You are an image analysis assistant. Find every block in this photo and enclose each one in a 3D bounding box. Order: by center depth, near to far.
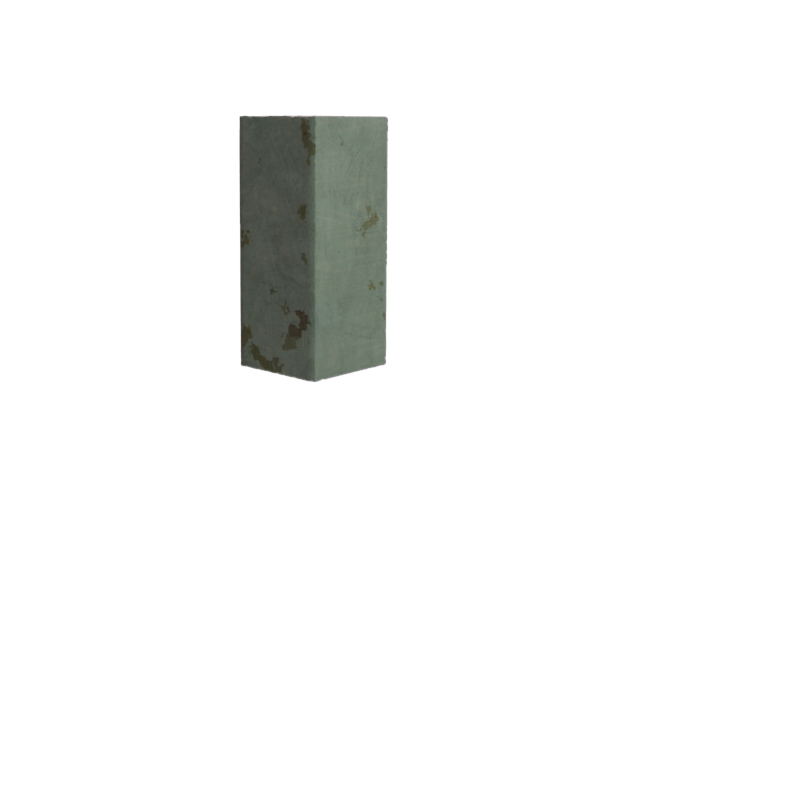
[{"bbox_3d":[-0.072,-0.130,0.912,0.094,0.203,0.088,7,11,41],"label":"block"}]
